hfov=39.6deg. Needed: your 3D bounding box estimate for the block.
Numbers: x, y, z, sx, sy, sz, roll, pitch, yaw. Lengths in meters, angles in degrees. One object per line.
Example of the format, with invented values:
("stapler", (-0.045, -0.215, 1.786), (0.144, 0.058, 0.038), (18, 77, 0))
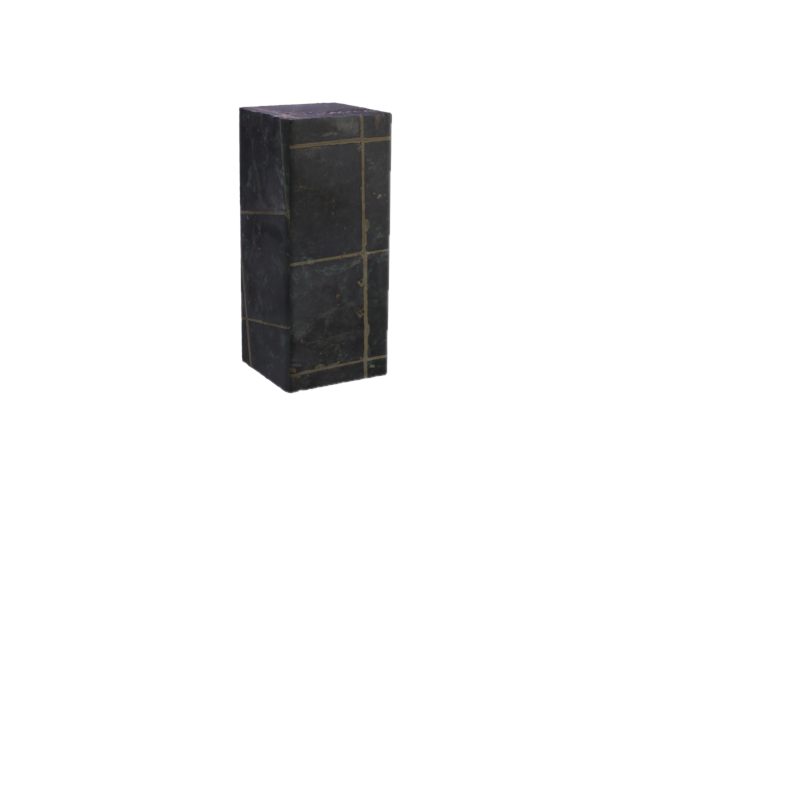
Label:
("block", (-0.068, -0.124, 0.864), (0.088, 0.199, 0.096), (-8, 17, -30))
